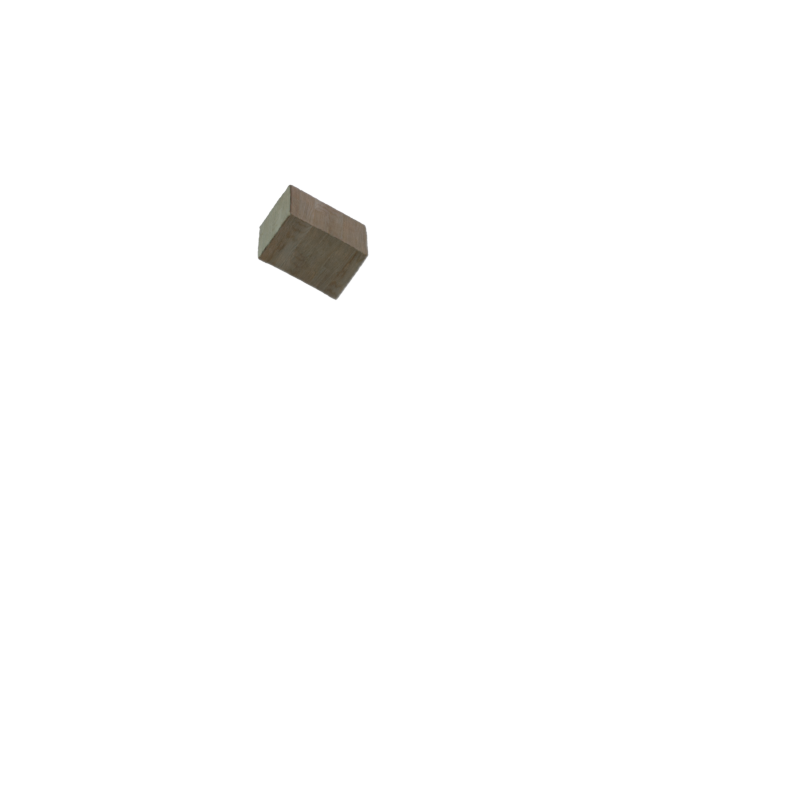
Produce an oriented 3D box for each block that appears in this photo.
[{"bbox_3d":[-0.072,-0.131,0.920,0.075,0.051,0.055,28,29,-19],"label":"block"}]
